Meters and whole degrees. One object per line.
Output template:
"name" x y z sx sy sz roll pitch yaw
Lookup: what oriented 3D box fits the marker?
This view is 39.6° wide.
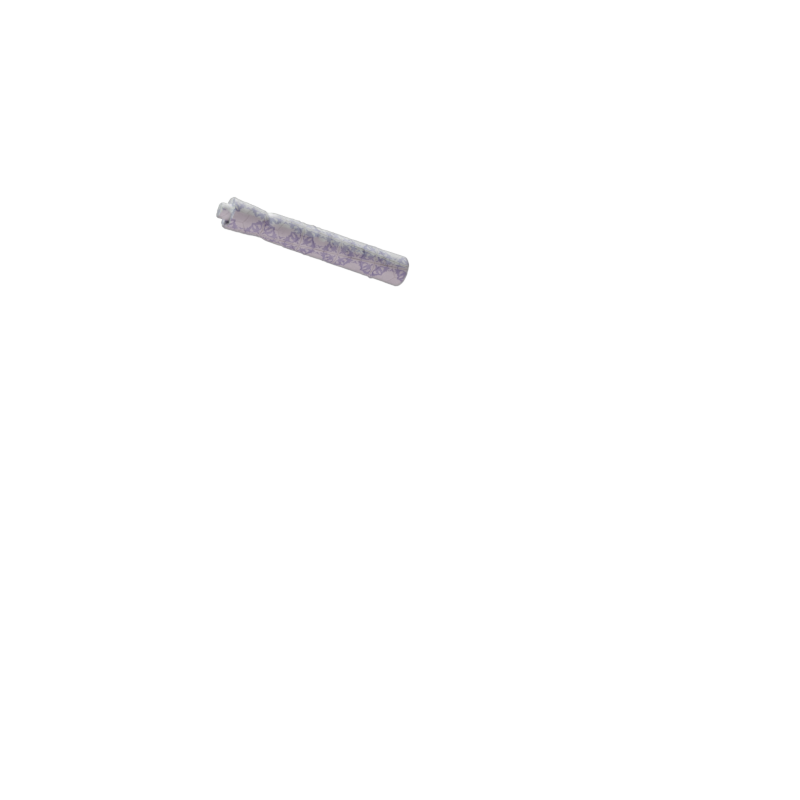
"marker" -0.051 -0.092 0.647 0.116 0.020 0.020 16 -3 -23
